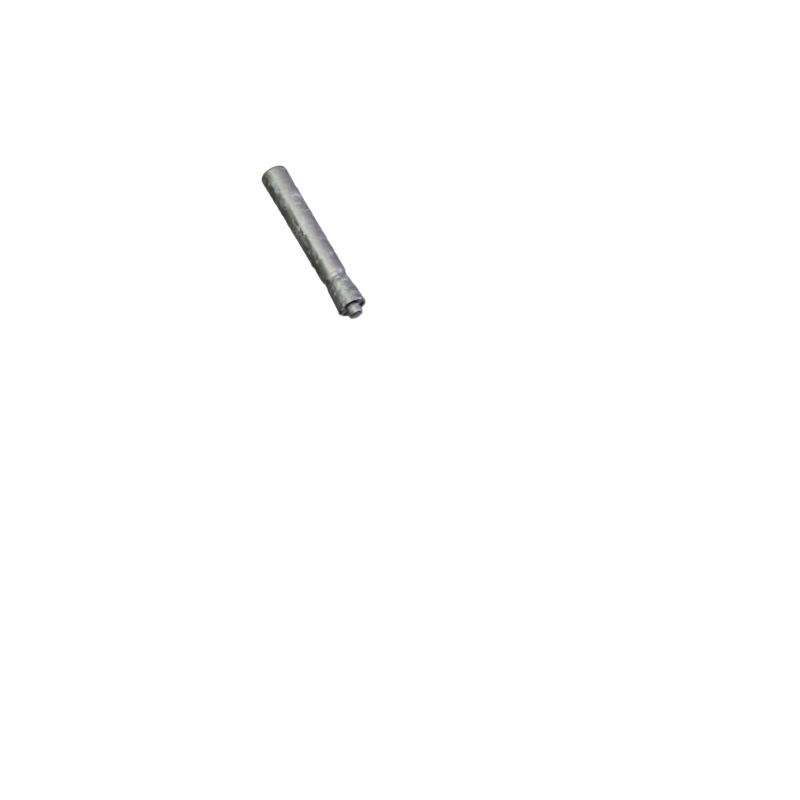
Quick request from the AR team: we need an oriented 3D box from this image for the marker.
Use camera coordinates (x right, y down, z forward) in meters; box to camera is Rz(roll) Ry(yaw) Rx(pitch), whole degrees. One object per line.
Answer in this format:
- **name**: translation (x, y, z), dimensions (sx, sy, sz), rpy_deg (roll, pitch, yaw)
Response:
- **marker**: translation (-0.056, -0.103, 0.718), dimensions (0.020, 0.129, 0.018), rpy_deg (-23, -28, -14)
